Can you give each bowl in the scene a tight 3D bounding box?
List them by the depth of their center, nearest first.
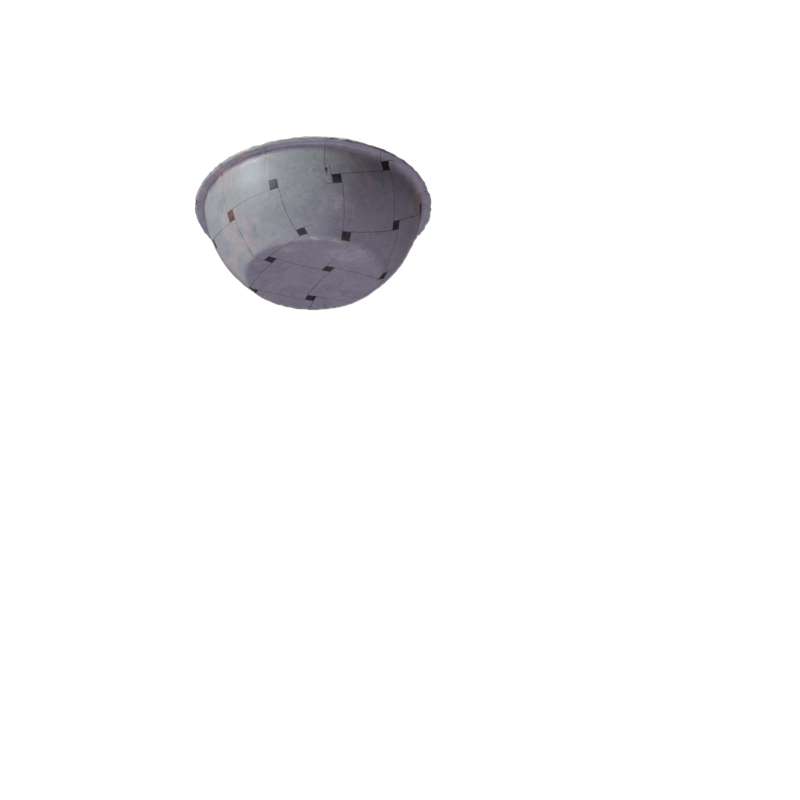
[{"bbox_3d":[-0.058,-0.106,0.744,0.162,0.059,0.152,1,-27,-2],"label":"bowl"}]
